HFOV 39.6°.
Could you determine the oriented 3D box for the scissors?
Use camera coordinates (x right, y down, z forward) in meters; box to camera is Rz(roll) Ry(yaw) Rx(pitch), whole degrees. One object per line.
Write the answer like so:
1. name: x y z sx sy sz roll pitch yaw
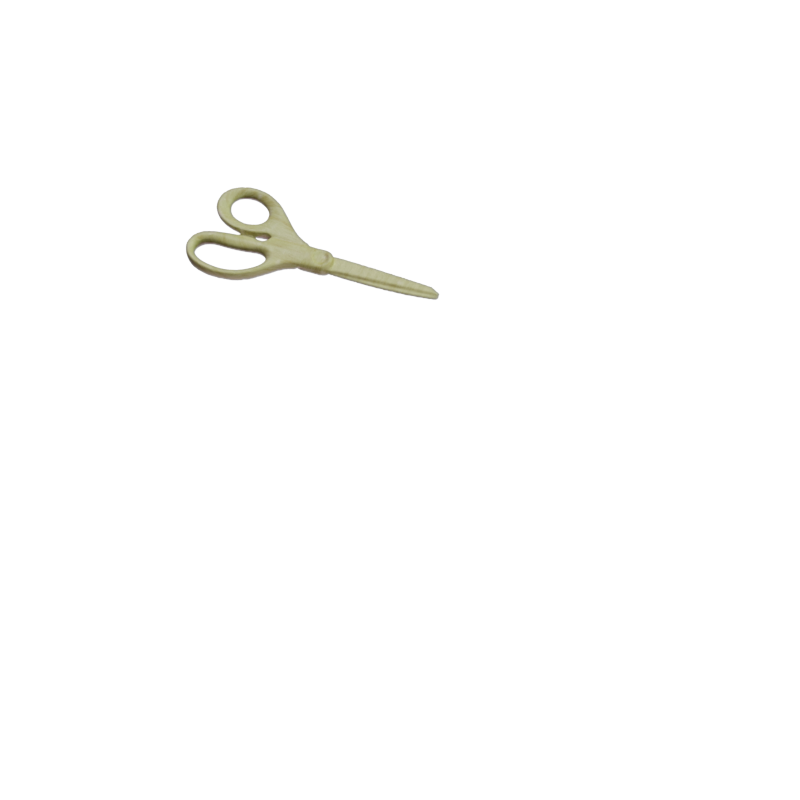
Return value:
1. scissors: -0.070 -0.127 0.892 0.202 0.102 0.015 3 -32 2
